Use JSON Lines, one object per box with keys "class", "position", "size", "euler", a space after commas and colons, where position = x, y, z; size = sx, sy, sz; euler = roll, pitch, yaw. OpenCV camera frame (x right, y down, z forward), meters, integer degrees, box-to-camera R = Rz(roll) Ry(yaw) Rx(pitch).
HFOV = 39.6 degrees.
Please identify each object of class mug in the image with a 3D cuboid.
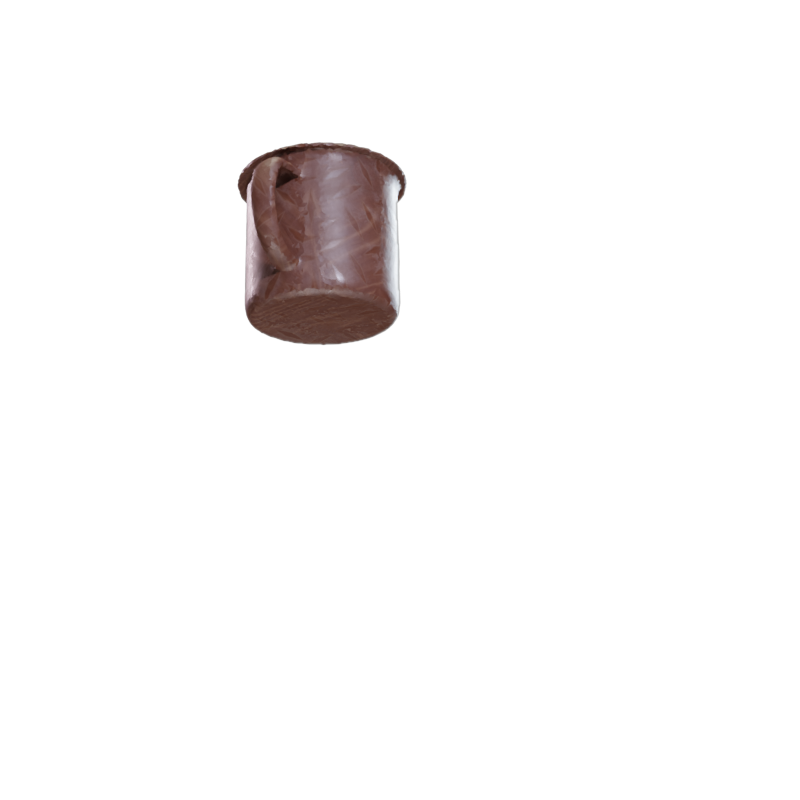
{"class": "mug", "position": [-0.046, -0.083, 0.584], "size": [0.095, 0.086, 0.109], "euler": [-9, -22, 19]}
